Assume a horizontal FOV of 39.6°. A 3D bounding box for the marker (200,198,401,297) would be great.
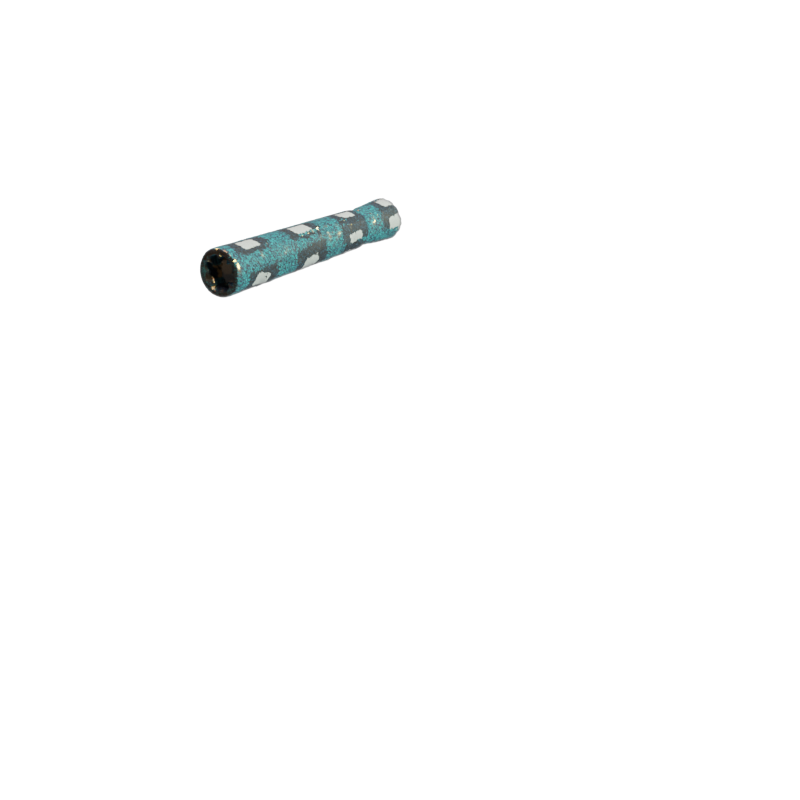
[{"bbox_3d":[-0.035,-0.065,0.452,0.020,0.019,0.120,2,19,32],"label":"marker"}]
